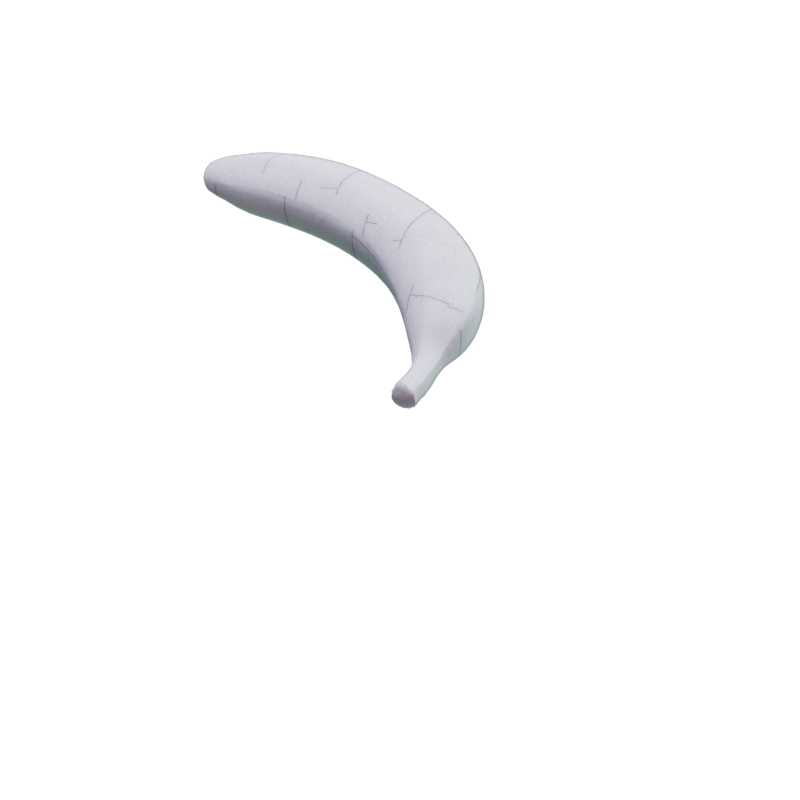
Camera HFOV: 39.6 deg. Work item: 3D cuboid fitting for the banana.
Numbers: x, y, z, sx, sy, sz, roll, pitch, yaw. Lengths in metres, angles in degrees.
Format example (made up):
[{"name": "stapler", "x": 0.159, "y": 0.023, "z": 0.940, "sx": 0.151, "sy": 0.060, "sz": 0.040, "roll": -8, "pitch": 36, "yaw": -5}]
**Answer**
[{"name": "banana", "x": -0.020, "y": -0.072, "z": 0.485, "sx": 0.069, "sy": 0.034, "sz": 0.214, "roll": -17, "pitch": 39, "yaw": -23}]
